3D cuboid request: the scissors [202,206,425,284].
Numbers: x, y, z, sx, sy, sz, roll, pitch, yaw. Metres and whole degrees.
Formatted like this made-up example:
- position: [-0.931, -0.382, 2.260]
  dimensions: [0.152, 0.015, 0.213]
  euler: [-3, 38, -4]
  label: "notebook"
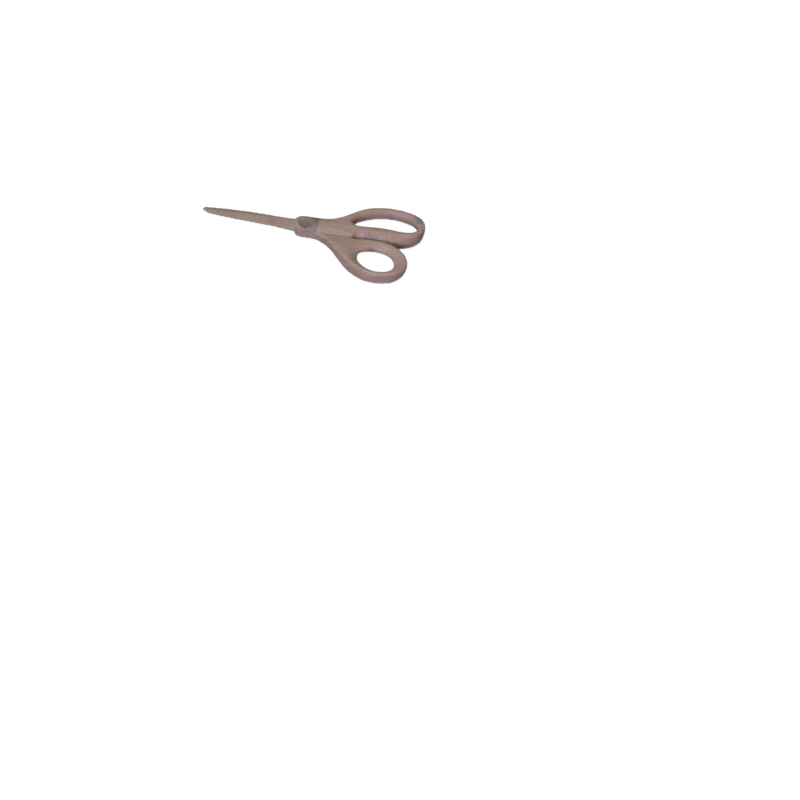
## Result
- position: [-0.077, -0.141, 0.988]
  dimensions: [0.201, 0.103, 0.015]
  euler: [-1, -43, -1]
  label: "scissors"
